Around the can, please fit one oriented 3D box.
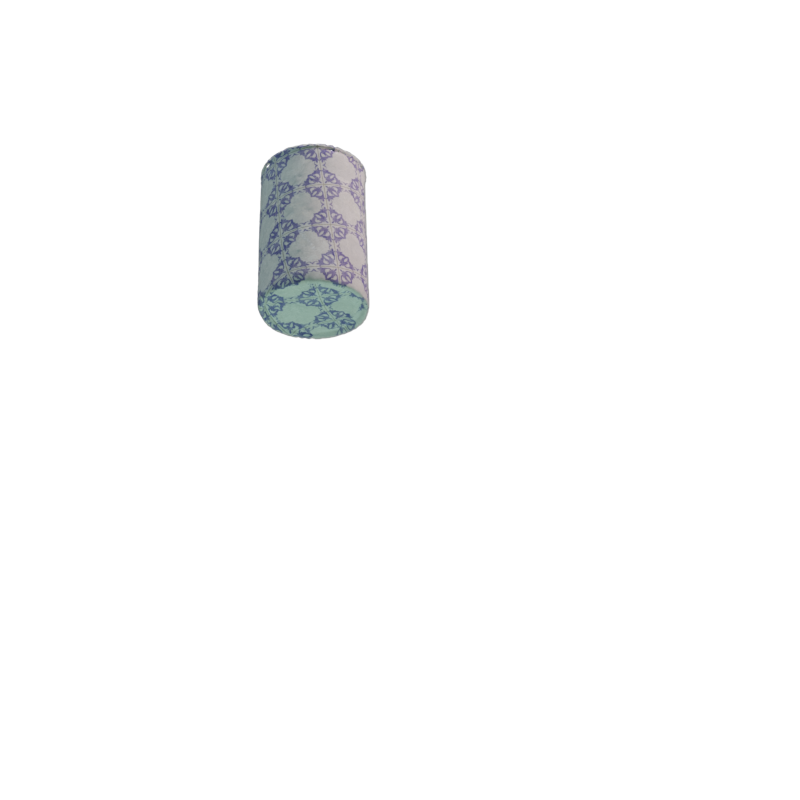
[{"bbox_3d":[-0.053,-0.098,0.683,0.068,0.109,0.064,-1,-32,-2],"label":"can"}]
